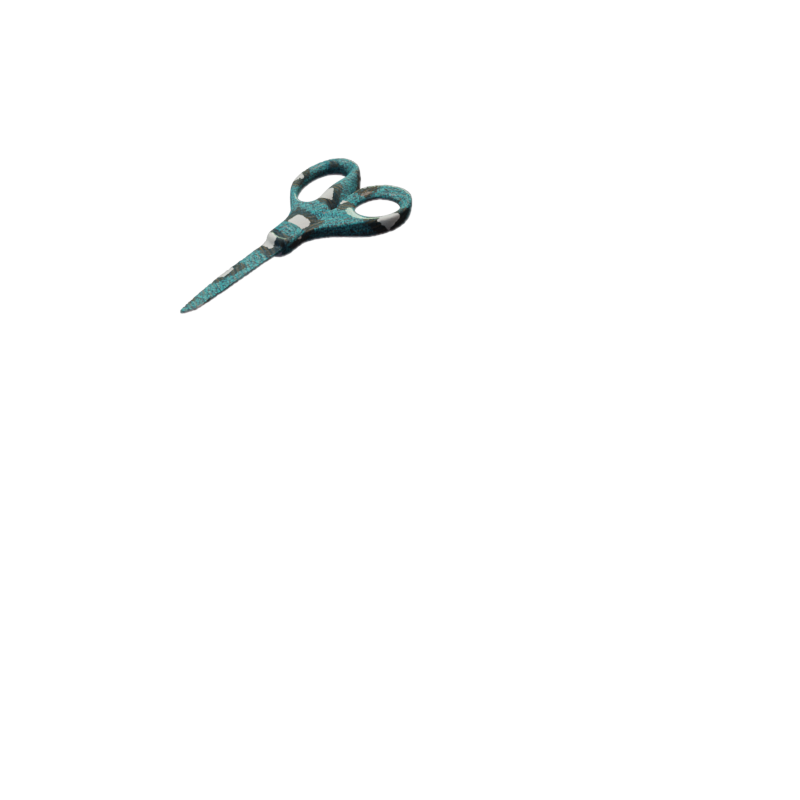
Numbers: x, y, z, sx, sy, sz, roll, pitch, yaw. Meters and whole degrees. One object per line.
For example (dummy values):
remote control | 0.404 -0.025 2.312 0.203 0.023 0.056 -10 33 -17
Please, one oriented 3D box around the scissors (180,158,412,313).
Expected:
scissors | -0.058 -0.105 0.735 0.099 0.015 0.210 12 41 14
